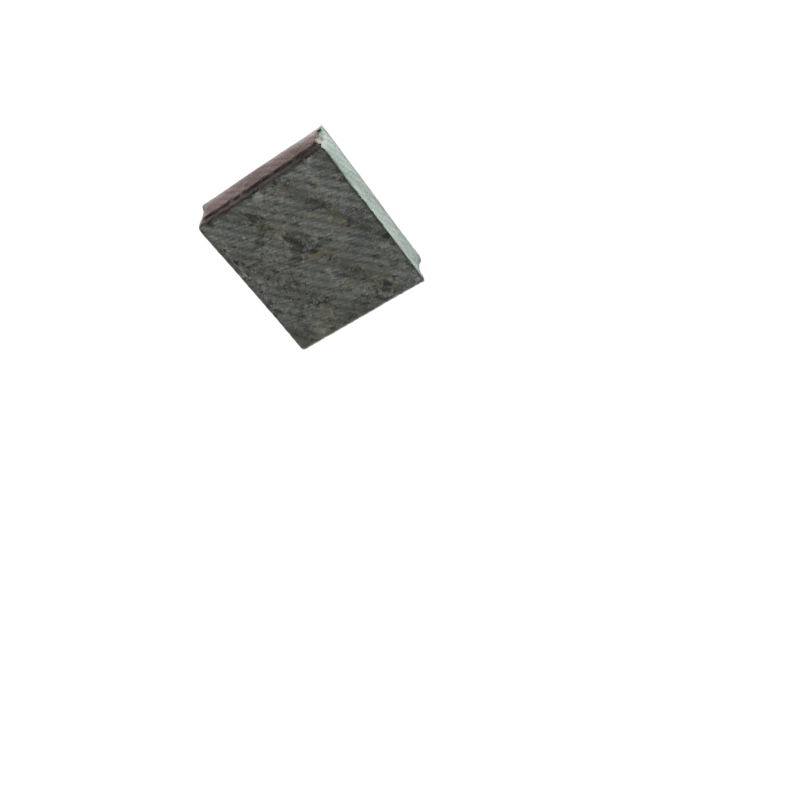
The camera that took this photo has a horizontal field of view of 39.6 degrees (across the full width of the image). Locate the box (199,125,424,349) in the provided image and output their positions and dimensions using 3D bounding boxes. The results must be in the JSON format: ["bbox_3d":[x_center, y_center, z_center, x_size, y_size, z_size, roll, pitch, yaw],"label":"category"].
[{"bbox_3d":[-0.042,-0.077,0.541,0.073,0.084,0.032,-31,26,17],"label":"box"}]
